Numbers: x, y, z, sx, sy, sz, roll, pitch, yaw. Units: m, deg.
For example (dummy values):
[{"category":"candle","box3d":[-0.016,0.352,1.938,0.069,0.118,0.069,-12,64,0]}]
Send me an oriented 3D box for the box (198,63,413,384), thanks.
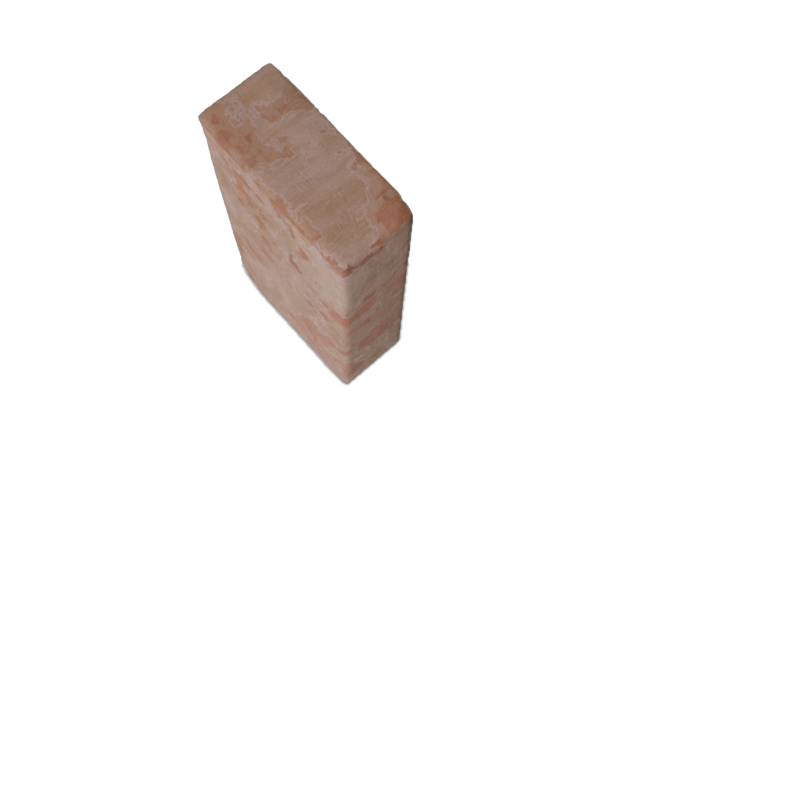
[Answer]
[{"category":"box","box3d":[-0.040,-0.074,0.517,0.048,0.097,0.169,-39,-11,-13]}]
